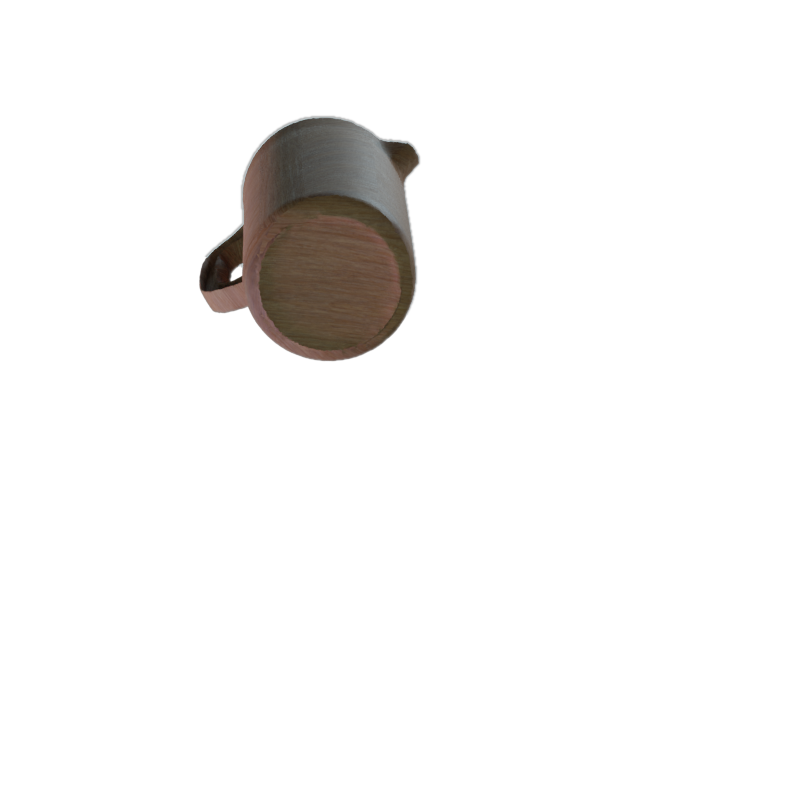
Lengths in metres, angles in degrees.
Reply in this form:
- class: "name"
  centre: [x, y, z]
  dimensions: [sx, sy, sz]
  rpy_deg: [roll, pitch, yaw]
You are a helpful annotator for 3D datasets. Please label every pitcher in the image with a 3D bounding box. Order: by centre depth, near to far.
- class: "pitcher"
  centre: [-0.062, -0.113, 0.790]
  dimensions: [0.143, 0.145, 0.254]
  rpy_deg: [15, 19, -9]
